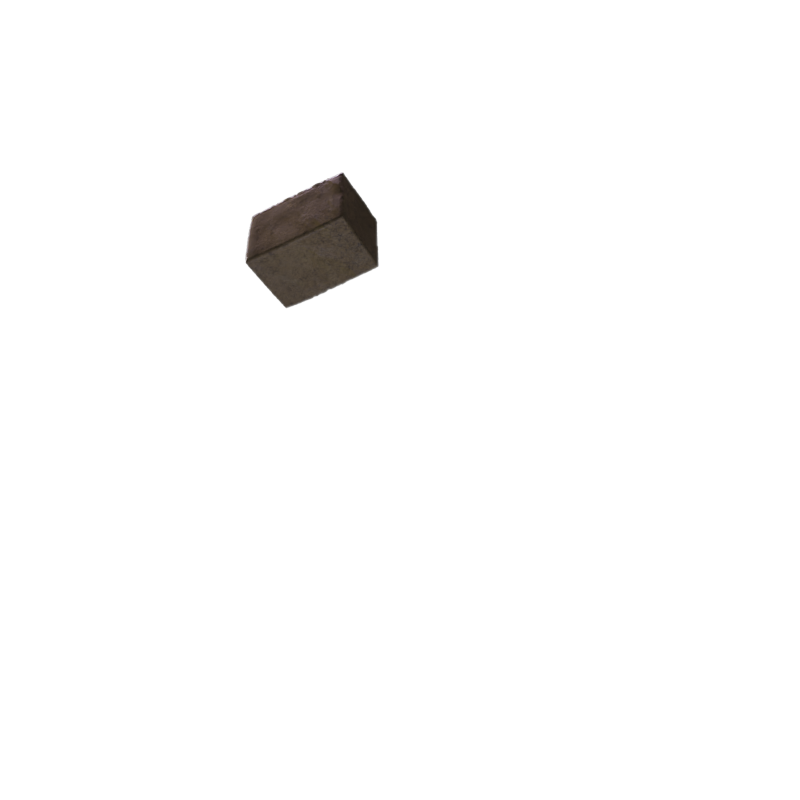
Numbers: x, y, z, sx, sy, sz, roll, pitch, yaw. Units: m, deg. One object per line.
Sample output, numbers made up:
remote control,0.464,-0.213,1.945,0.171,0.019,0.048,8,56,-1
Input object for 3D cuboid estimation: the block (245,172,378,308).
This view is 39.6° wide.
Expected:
block,-0.060,-0.110,0.769,0.078,0.055,0.049,-23,-50,18
